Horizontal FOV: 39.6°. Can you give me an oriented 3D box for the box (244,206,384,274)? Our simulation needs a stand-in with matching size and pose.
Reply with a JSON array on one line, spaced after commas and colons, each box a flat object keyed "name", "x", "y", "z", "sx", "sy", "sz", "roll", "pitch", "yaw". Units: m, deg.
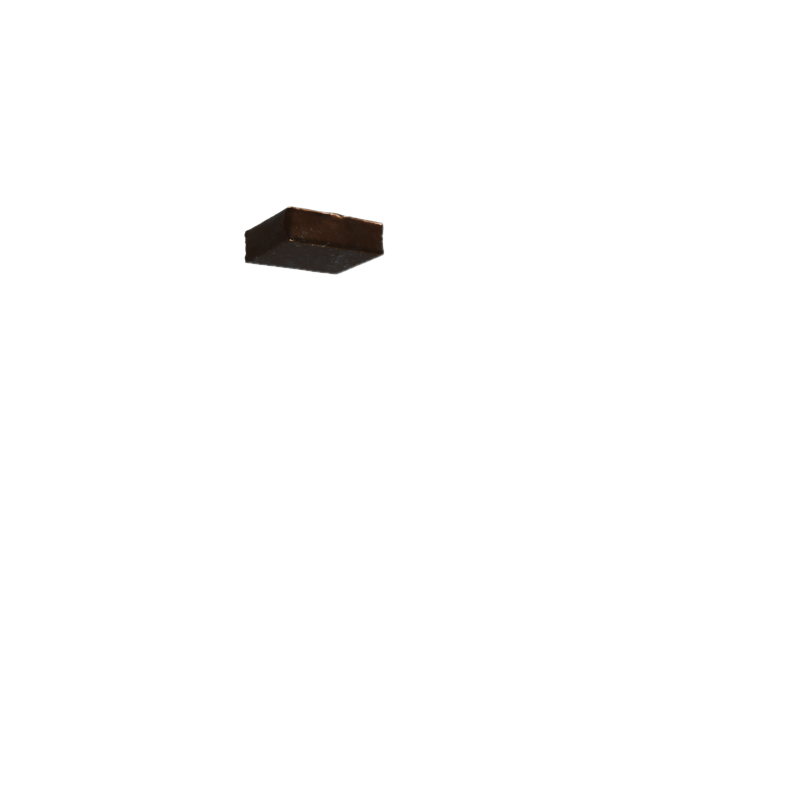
[{"name": "box", "x": -0.069, "y": -0.125, "z": 0.879, "sx": 0.086, "sy": 0.031, "sz": 0.074, "roll": 6, "pitch": -12, "yaw": -31}]
